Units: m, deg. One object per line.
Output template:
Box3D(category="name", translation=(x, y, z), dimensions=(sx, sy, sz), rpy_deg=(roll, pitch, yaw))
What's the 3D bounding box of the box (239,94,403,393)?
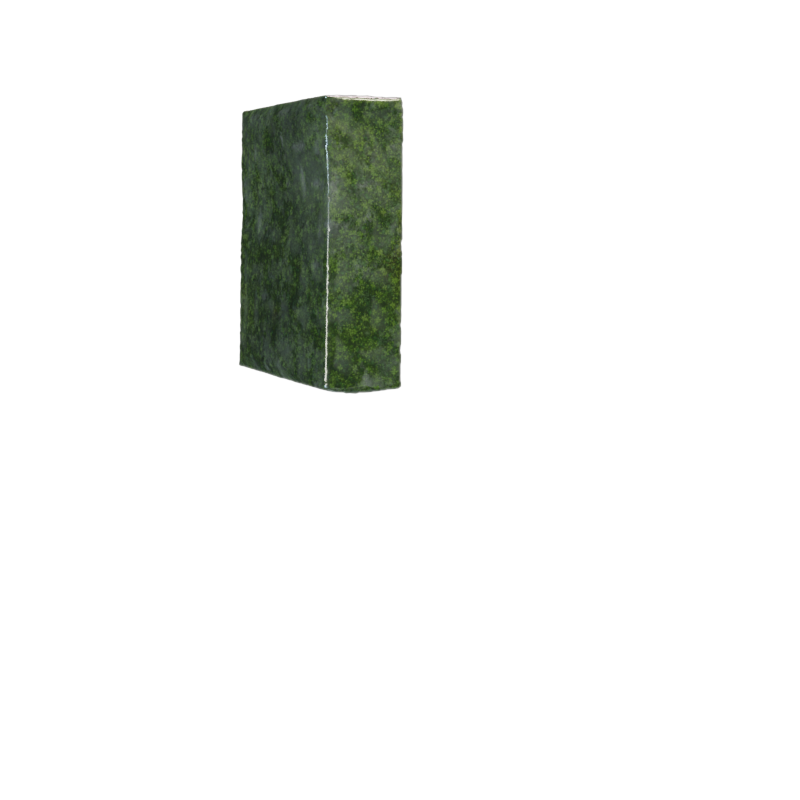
Box3D(category="box", translation=(-0.067, -0.122, 0.858), dimensions=(0.070, 0.212, 0.171), rpy_deg=(-1, 5, -29))
